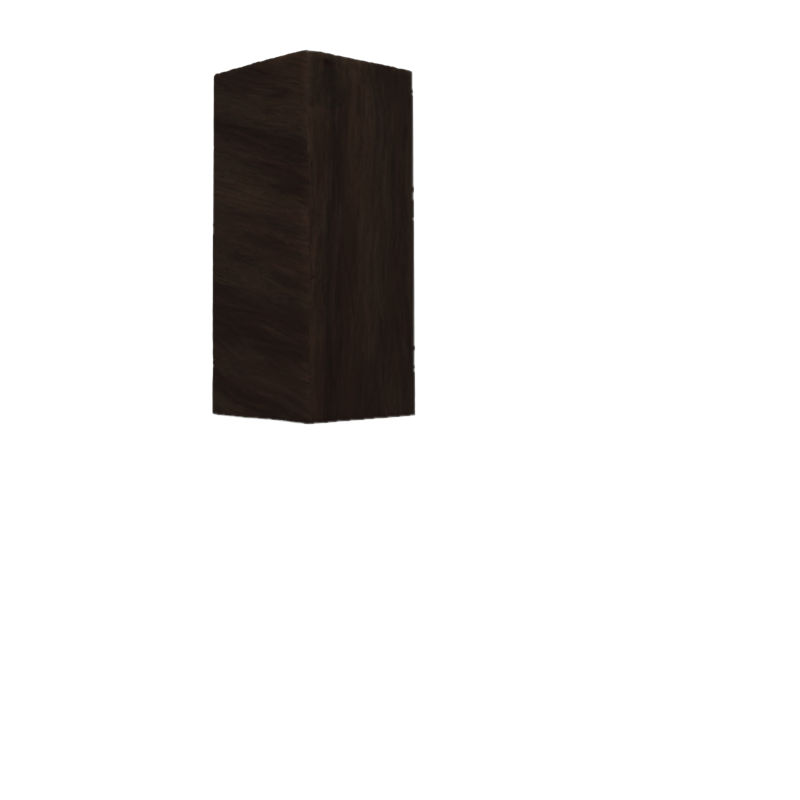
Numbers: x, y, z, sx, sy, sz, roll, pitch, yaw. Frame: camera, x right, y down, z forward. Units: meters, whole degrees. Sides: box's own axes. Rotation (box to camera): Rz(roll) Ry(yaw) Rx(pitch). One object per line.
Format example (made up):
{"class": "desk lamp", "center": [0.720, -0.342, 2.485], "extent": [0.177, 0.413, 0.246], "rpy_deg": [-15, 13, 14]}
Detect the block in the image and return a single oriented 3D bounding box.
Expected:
{"class": "block", "center": [-0.052, -0.095, 0.664], "extent": [0.087, 0.208, 0.093], "rpy_deg": [2, -4, -44]}
